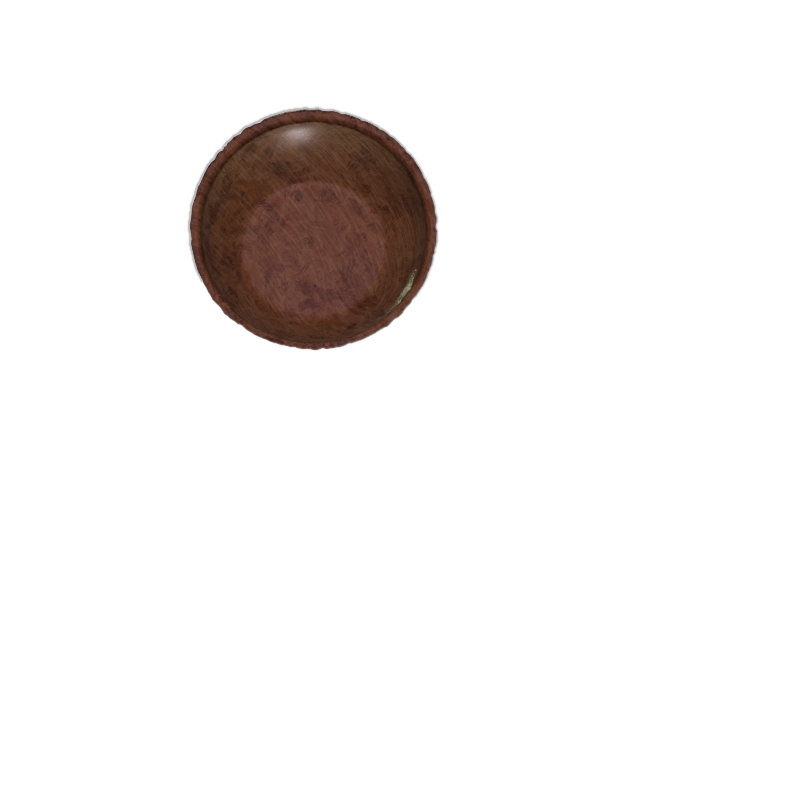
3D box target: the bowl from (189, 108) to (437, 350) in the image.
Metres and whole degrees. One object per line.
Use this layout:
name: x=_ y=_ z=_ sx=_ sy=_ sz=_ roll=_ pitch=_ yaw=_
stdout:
bowl: x=-0.055 y=-0.100 z=0.698 sx=0.162 sy=0.157 sz=0.057 roll=0 pitch=15 yaw=-1
